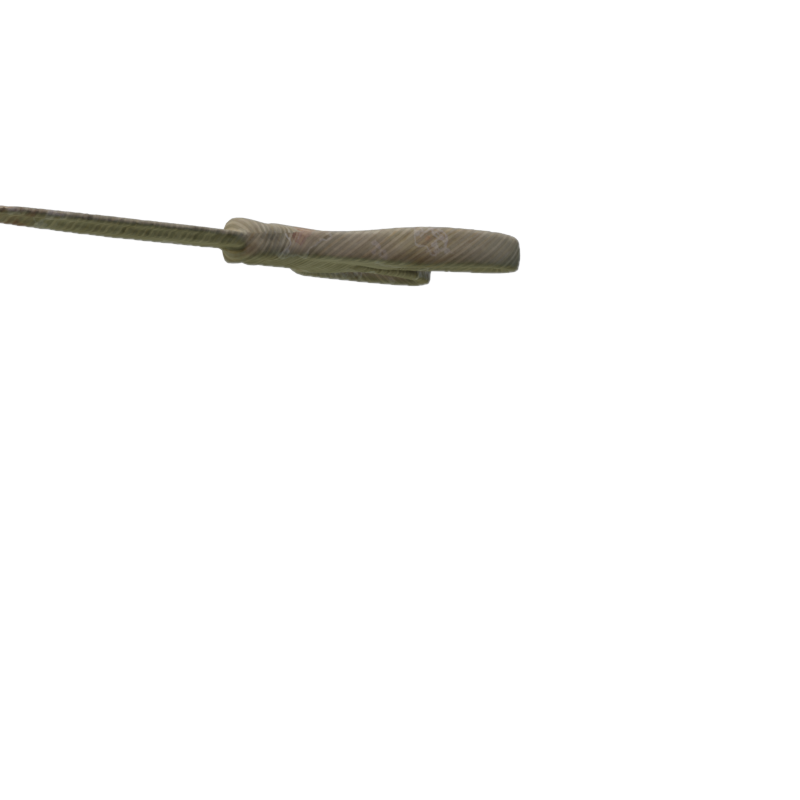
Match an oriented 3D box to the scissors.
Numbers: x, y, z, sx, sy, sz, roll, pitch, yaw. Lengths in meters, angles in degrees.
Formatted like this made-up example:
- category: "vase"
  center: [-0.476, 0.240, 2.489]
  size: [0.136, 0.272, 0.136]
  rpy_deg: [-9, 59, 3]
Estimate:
- category: "scissors"
  center: [-0.029, -0.053, 0.370]
  size: [0.099, 0.016, 0.194]
  rpy_deg: [1, 1, 28]
